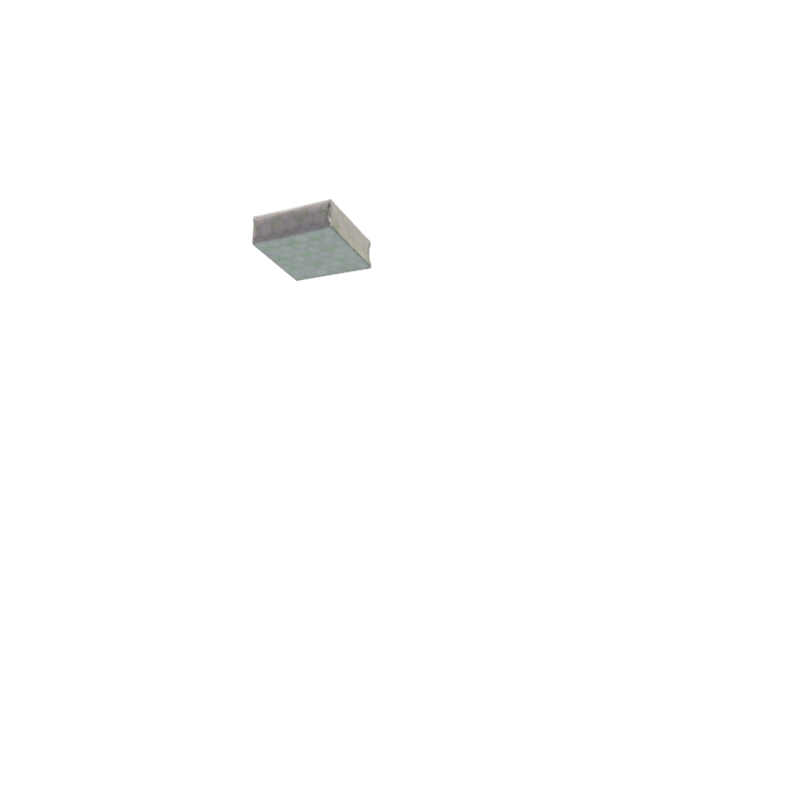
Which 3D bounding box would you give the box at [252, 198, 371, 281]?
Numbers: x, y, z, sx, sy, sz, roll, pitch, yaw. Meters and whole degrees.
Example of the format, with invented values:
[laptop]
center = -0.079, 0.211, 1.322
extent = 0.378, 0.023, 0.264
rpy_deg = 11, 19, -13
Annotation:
[box]
center = -0.074, -0.135, 0.948
extent = 0.074, 0.032, 0.083
rpy_deg = -9, -21, 22
